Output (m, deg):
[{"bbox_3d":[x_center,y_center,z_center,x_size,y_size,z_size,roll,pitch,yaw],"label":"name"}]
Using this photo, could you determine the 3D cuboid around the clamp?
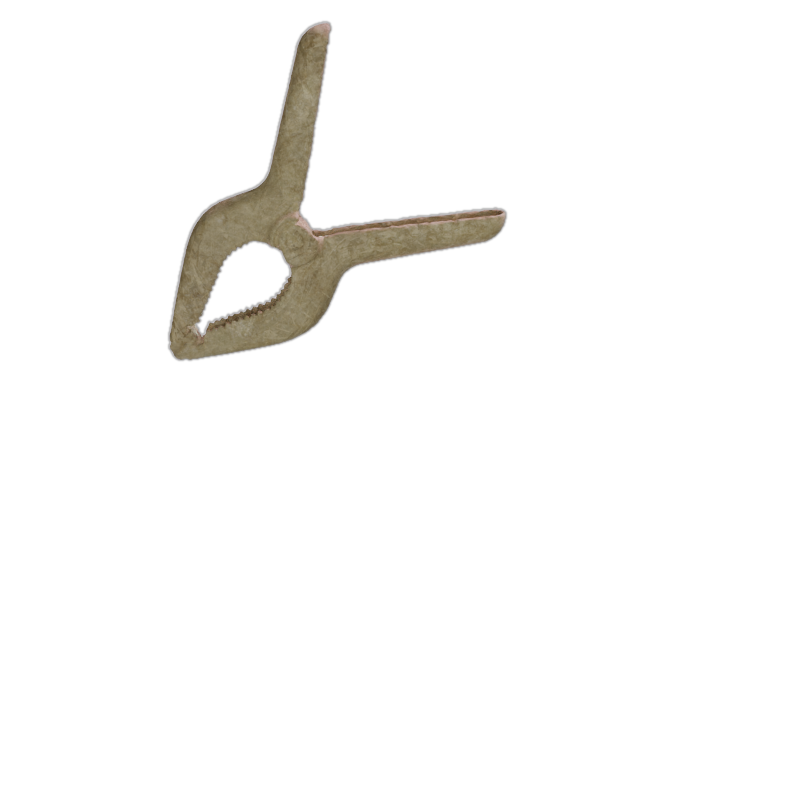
[{"bbox_3d":[-0.052,-0.095,0.663,0.162,0.209,0.037,40,6,-6],"label":"clamp"}]
